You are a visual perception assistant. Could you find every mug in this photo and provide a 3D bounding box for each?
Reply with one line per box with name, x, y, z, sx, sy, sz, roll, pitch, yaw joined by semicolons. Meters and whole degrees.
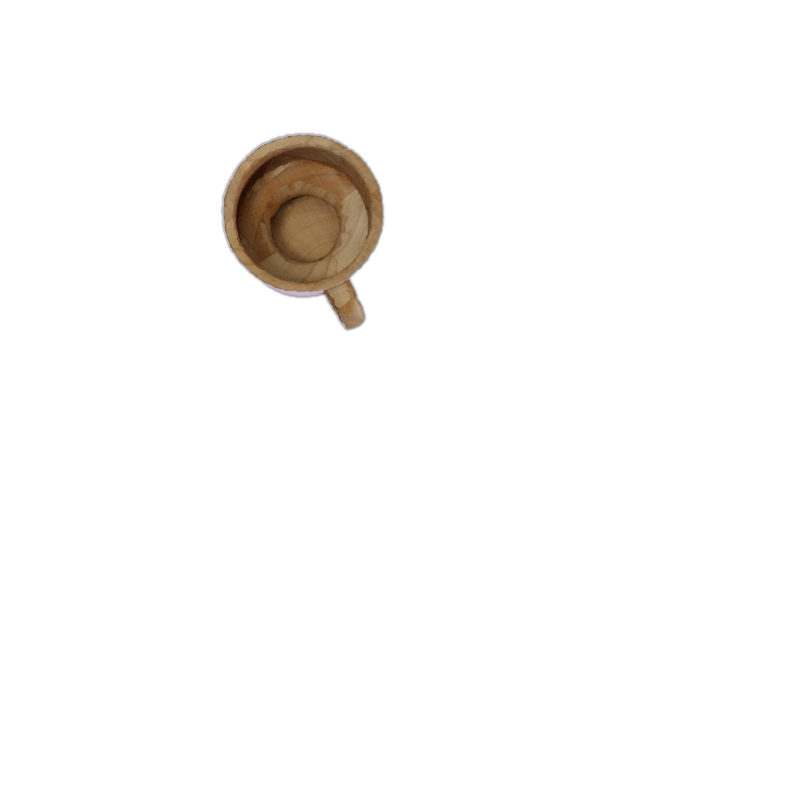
mug;-0.053;-0.096;0.675;0.093;0.120;0.080;-30;-6;-5
